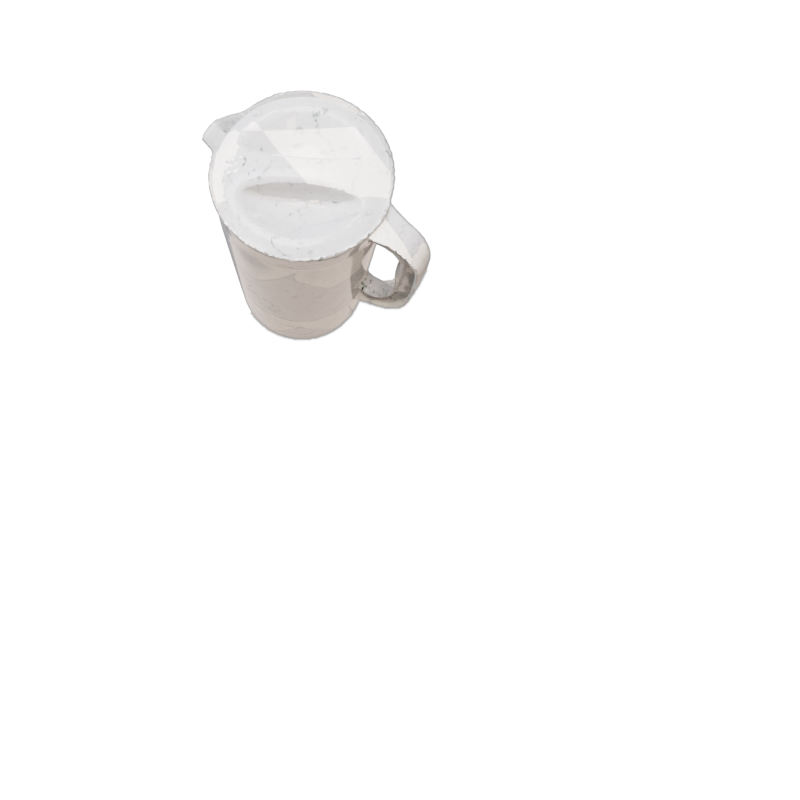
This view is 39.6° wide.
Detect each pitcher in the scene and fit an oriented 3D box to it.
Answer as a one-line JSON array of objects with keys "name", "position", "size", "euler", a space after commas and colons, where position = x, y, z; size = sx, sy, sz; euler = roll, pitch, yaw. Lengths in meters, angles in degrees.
[{"name": "pitcher", "position": [-0.069, -0.127, 0.887], "size": [0.144, 0.157, 0.233], "euler": [-13, -16, -7]}]
